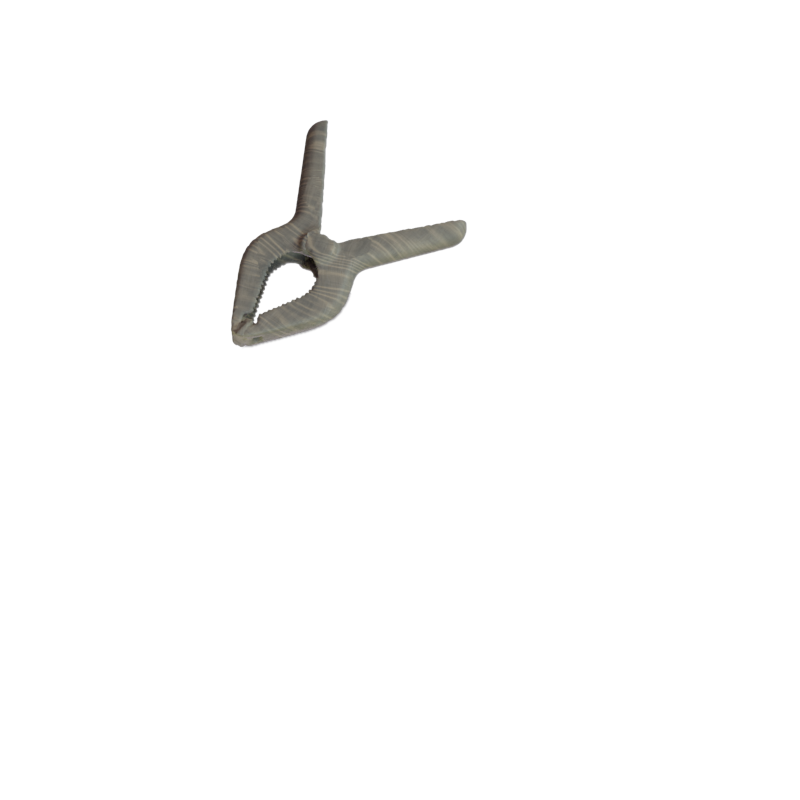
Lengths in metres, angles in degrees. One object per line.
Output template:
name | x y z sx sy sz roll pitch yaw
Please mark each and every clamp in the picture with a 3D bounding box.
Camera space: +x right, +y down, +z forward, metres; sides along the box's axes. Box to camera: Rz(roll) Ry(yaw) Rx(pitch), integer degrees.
clamp | -0.072 -0.131 0.919 0.212 0.172 0.034 -41 -19 -17
